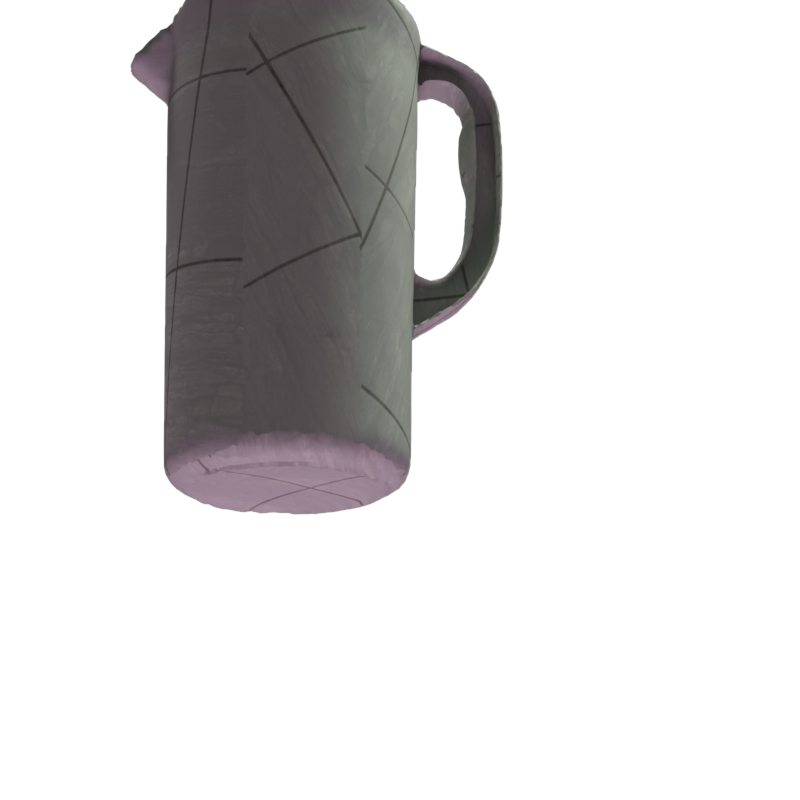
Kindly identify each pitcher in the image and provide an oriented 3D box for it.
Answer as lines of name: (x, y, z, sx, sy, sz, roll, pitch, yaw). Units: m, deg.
pitcher: (-0.042, -0.076, 0.534, 0.151, 0.257, 0.135, -17, -28, 32)
